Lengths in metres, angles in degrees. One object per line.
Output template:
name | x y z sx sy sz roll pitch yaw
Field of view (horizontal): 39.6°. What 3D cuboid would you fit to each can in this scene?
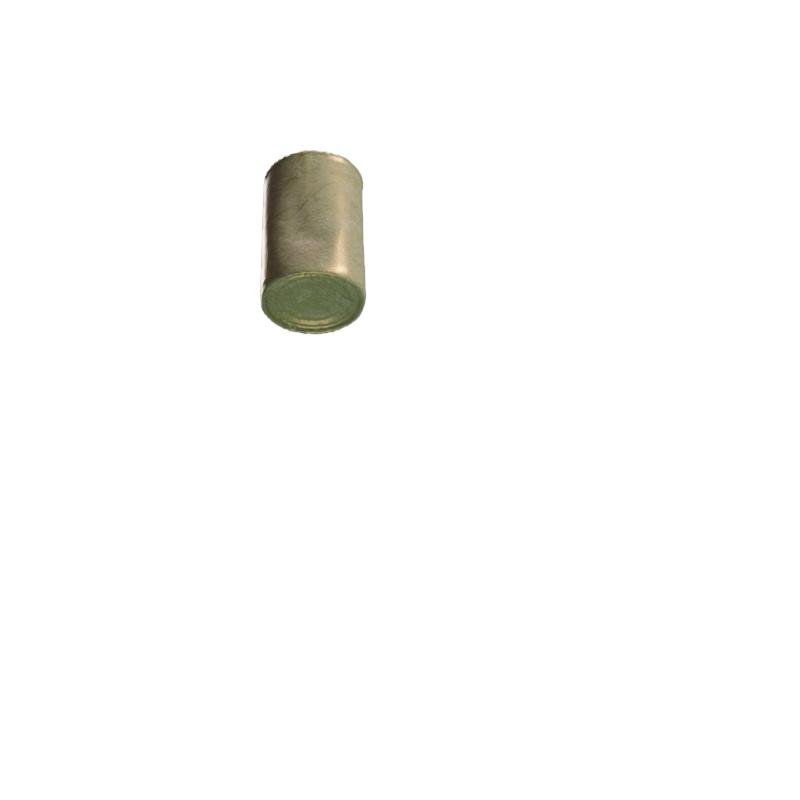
can | -0.056 -0.103 0.720 0.068 0.110 0.064 -1 -37 -3
